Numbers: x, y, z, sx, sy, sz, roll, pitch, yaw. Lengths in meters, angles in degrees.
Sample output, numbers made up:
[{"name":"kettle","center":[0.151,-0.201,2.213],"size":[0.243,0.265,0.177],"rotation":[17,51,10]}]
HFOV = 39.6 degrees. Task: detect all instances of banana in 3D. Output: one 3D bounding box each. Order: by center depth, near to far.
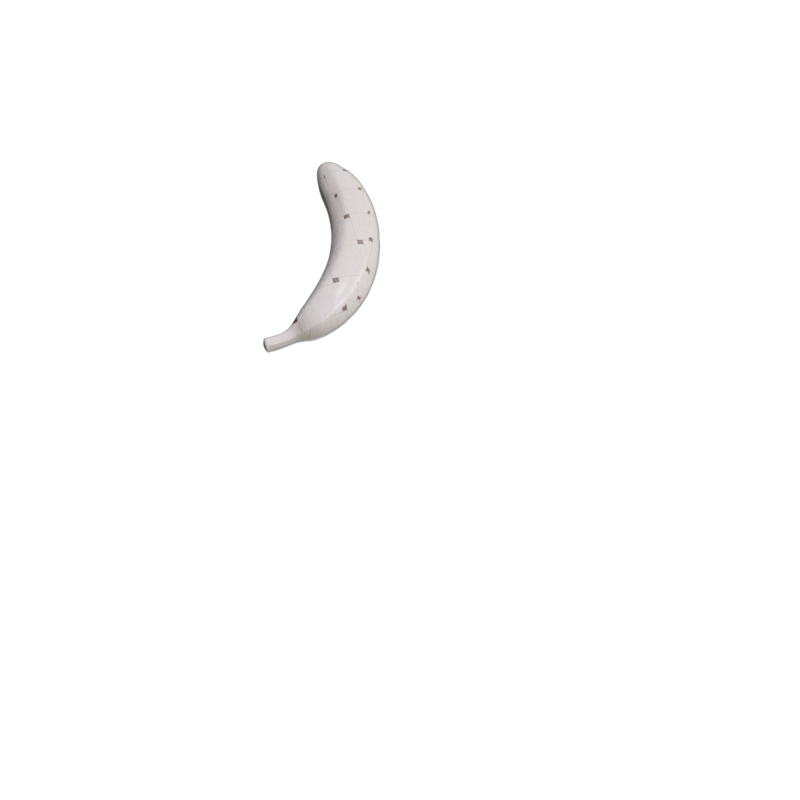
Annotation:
[{"name":"banana","center":[-0.049,-0.115,0.845],"size":[0.070,0.210,0.034],"rotation":[8,-41,6]}]
